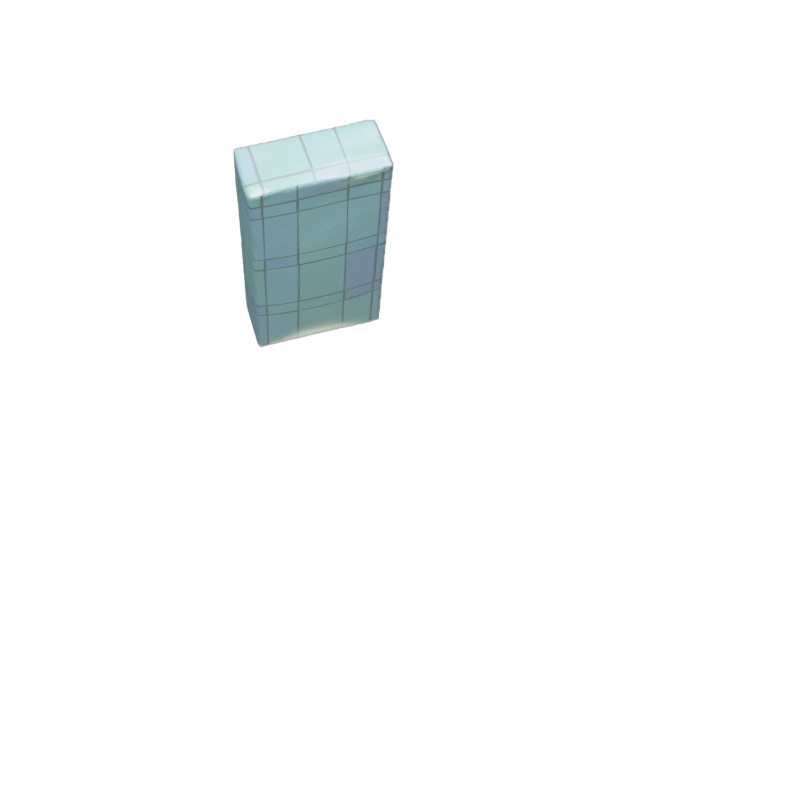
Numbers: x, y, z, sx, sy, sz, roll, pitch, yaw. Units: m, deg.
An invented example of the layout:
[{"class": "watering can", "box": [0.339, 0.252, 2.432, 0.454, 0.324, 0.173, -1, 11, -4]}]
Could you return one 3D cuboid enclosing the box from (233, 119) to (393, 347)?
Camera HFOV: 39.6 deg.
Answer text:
[{"class": "box", "box": [-0.057, -0.104, 0.733, 0.093, 0.051, 0.166, -14, -26, -10]}]
